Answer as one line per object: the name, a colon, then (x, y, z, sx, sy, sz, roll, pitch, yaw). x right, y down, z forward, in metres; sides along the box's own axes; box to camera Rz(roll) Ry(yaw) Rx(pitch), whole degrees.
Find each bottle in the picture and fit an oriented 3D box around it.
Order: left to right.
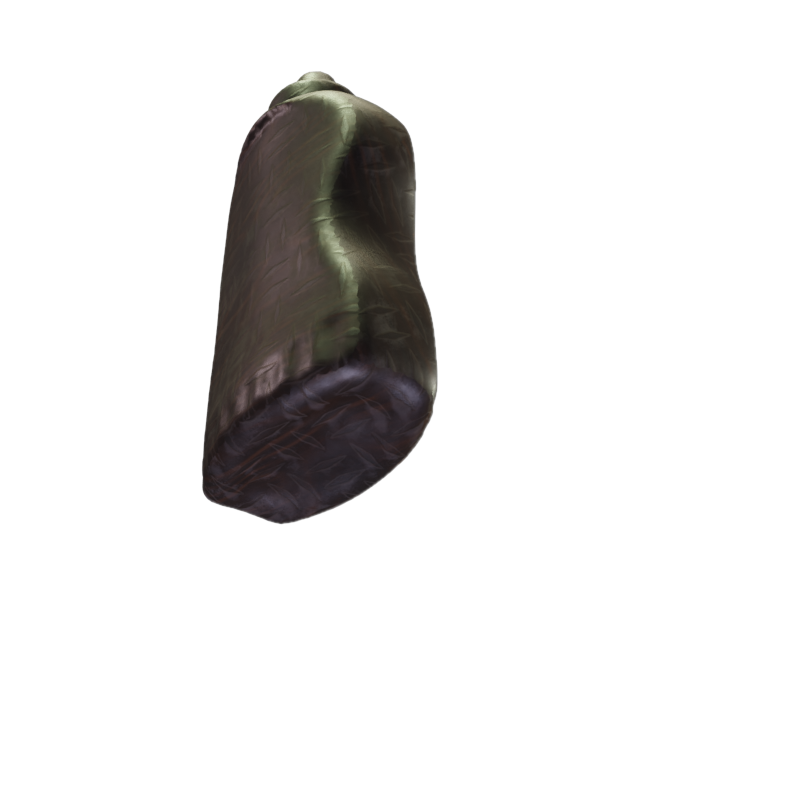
bottle: (-0.032, -0.059, 0.415, 0.056, 0.206, 0.094, 22, -47, -26)
